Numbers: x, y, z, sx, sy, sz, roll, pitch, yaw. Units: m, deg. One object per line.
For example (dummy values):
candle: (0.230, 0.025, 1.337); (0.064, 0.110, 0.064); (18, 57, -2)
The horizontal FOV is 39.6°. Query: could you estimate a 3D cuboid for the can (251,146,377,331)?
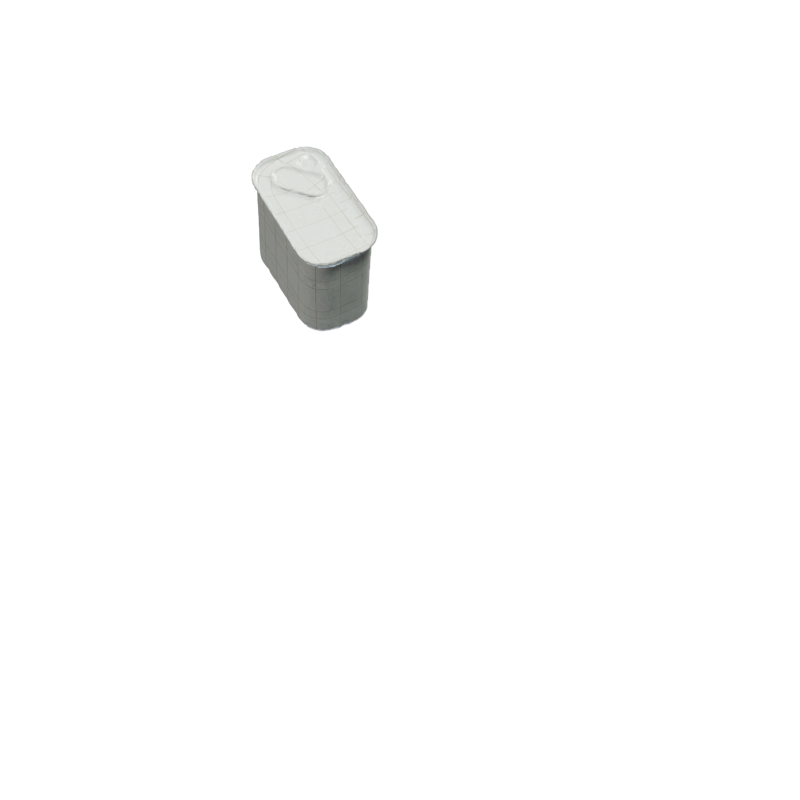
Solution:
can: (-0.060, -0.109, 0.766); (0.057, 0.110, 0.078); (-22, -31, -17)
